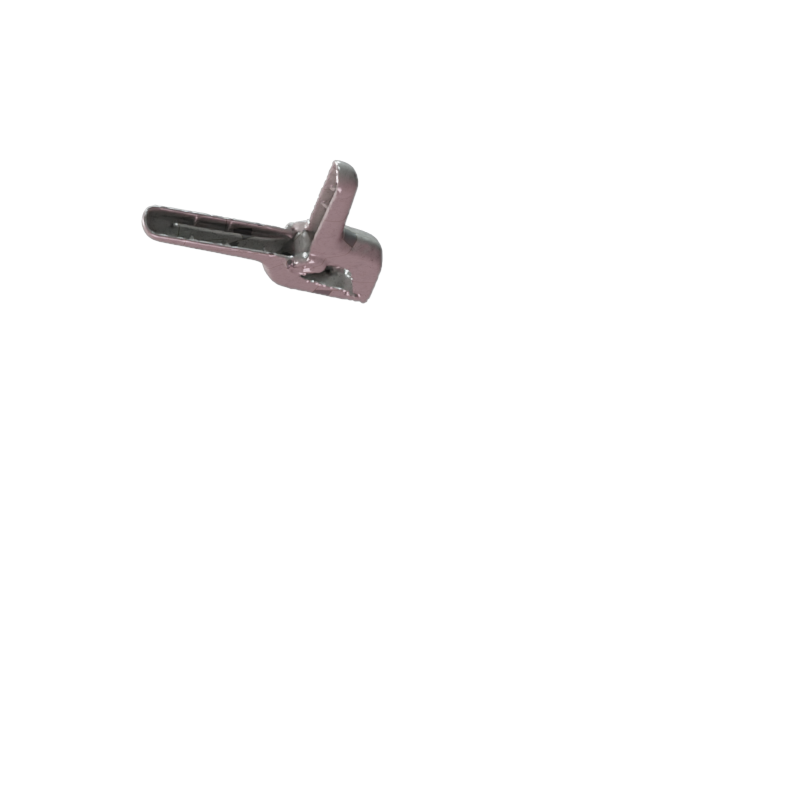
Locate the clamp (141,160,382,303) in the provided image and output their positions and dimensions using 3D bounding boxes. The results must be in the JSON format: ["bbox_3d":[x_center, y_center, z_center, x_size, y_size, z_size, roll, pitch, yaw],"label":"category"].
[{"bbox_3d":[-0.064,-0.118,0.824,0.168,0.038,0.197,-10,-18,30],"label":"clamp"}]
